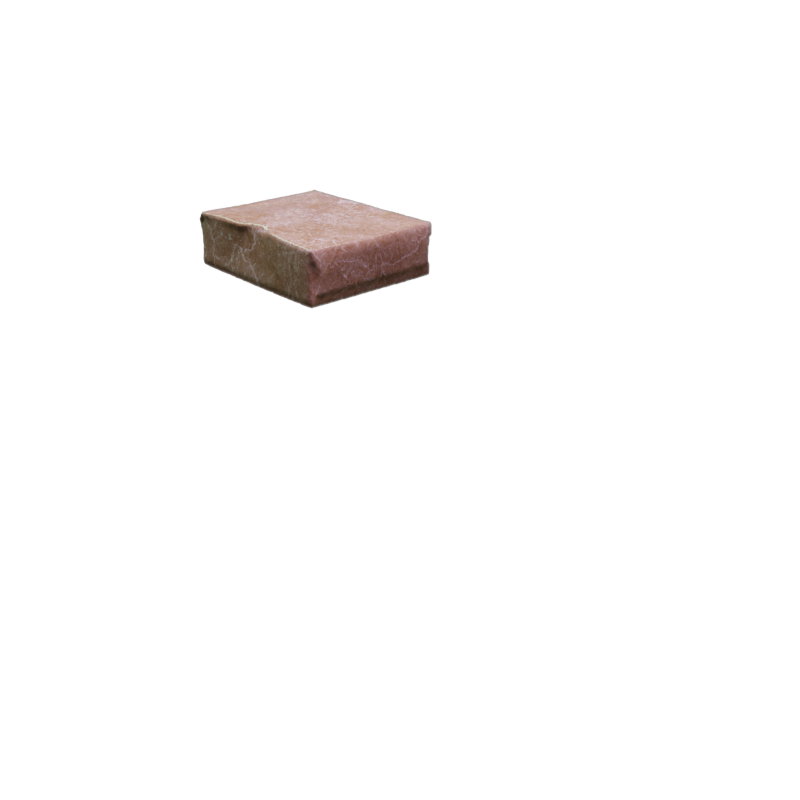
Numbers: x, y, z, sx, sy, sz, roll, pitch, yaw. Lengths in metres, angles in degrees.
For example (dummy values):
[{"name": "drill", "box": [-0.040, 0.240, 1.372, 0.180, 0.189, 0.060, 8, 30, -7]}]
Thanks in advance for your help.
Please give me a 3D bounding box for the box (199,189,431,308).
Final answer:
[{"name": "box", "box": [-0.042, -0.076, 0.531, 0.072, 0.029, 0.095, -18, 29, -37]}]
